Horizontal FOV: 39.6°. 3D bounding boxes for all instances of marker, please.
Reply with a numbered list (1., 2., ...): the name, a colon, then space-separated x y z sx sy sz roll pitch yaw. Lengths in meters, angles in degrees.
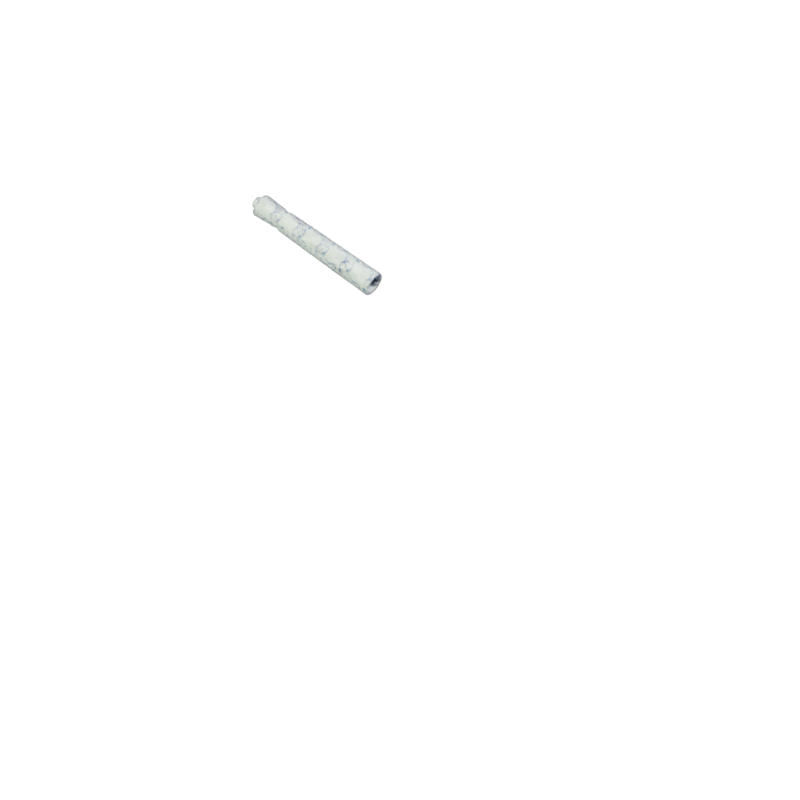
1. marker: -0.065 -0.119 0.832 0.128 0.019 0.019 37 20 25
